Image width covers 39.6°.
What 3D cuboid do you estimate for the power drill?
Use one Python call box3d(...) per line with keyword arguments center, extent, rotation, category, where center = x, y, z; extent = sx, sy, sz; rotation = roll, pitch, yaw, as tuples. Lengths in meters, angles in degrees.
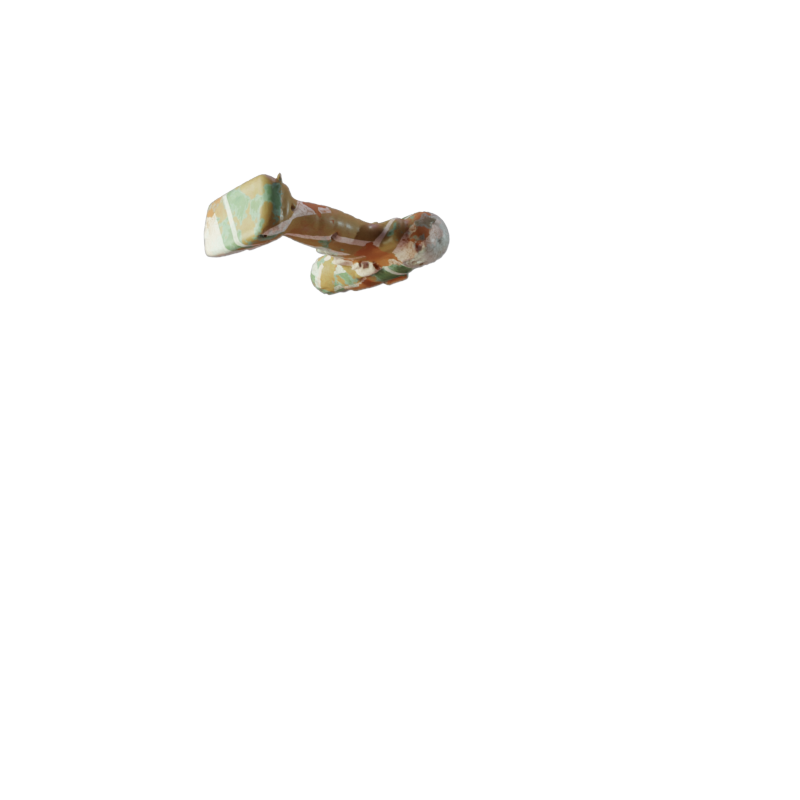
box3d(center=(-0.078, -0.142, 0.997), extent=(0.179, 0.060, 0.186), rotation=(9, -15, -35), category="power drill")
